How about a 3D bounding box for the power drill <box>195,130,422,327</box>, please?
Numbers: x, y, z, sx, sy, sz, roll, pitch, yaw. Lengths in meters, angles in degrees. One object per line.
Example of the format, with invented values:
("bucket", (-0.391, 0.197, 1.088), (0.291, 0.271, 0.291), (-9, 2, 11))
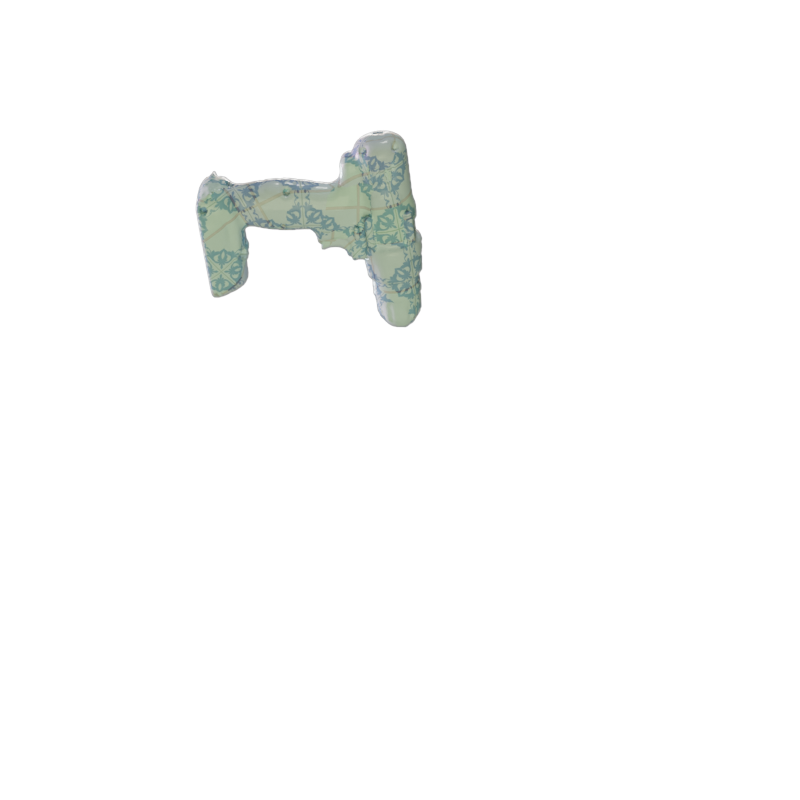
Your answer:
("power drill", (-0.075, -0.138, 0.964), (0.188, 0.174, 0.061), (-6, 27, 3))
